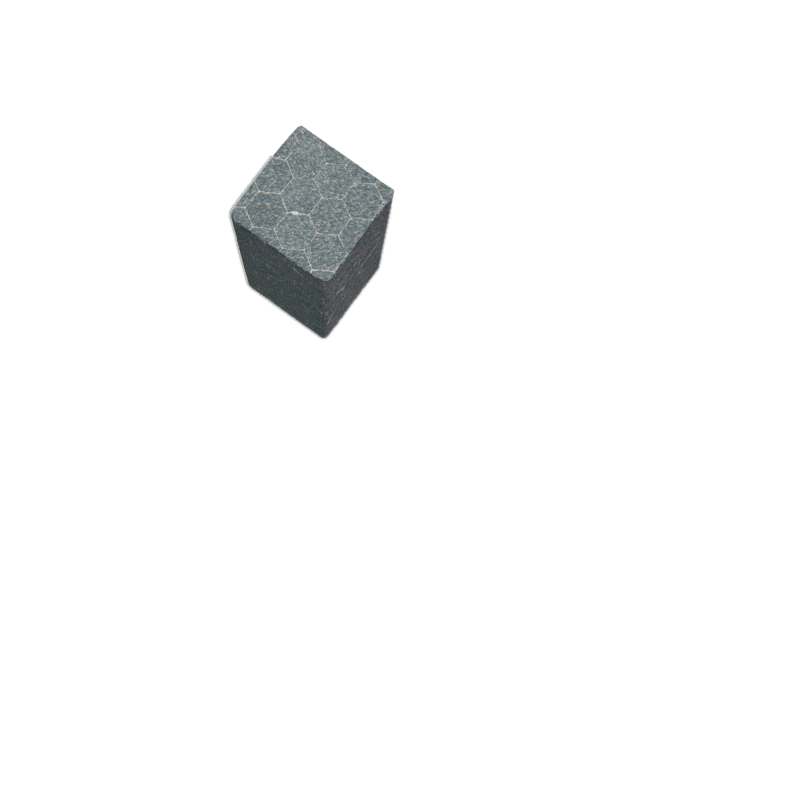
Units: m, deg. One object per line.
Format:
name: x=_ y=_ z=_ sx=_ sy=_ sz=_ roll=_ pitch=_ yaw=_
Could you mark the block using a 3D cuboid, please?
block: x=-0.071 y=-0.128 z=0.900 sx=0.092 sy=0.091 sz=0.200 roll=36 pitch=-10 yaw=3
